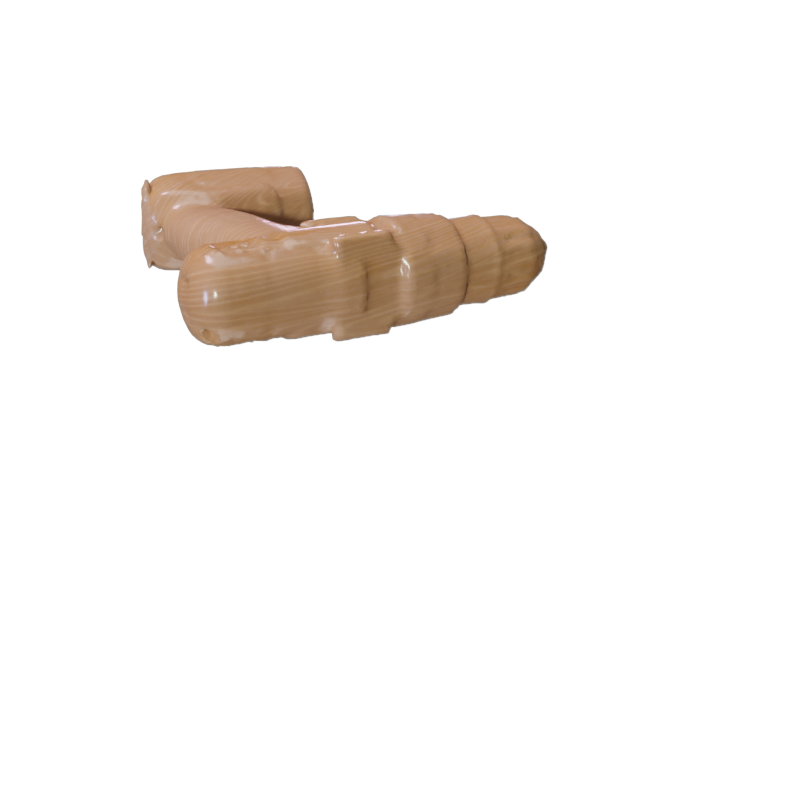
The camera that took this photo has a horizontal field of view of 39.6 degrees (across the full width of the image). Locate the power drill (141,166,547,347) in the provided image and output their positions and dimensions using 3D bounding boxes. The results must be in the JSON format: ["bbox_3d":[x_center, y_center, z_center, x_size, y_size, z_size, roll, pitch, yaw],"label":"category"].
[{"bbox_3d":[-0.045,-0.082,0.575,0.180,0.055,0.199,-9,20,-25],"label":"power drill"}]
